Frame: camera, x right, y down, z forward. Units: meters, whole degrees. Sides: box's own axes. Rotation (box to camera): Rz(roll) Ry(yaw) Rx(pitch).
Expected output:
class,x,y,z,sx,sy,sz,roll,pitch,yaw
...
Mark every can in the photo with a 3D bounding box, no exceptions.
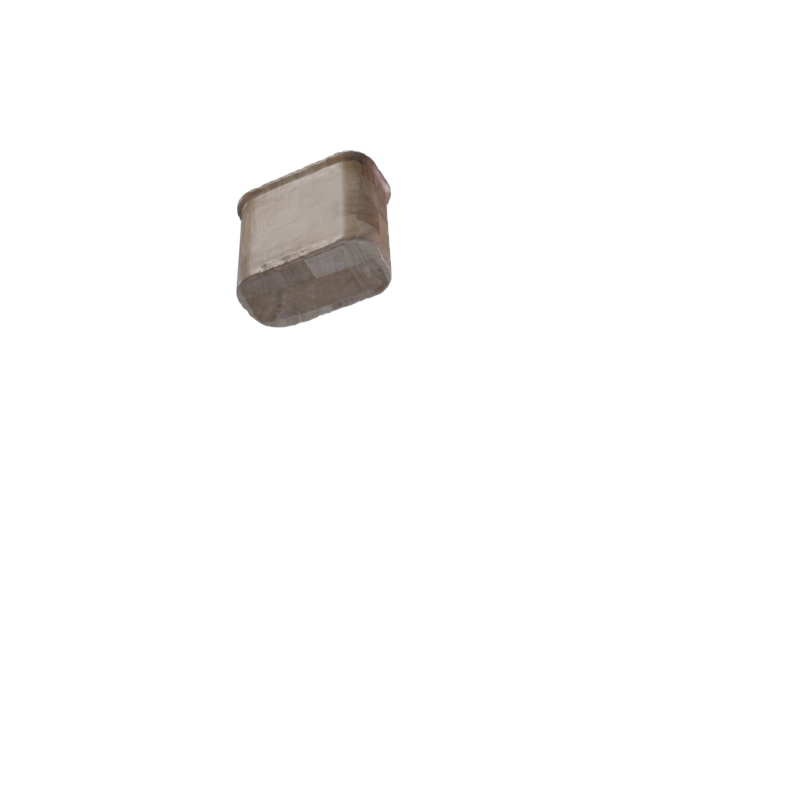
class,x,y,z,sx,sy,sz,roll,pitch,yaw
can,-0.056,-0.102,0.711,0.102,0.090,0.053,-20,-47,18
